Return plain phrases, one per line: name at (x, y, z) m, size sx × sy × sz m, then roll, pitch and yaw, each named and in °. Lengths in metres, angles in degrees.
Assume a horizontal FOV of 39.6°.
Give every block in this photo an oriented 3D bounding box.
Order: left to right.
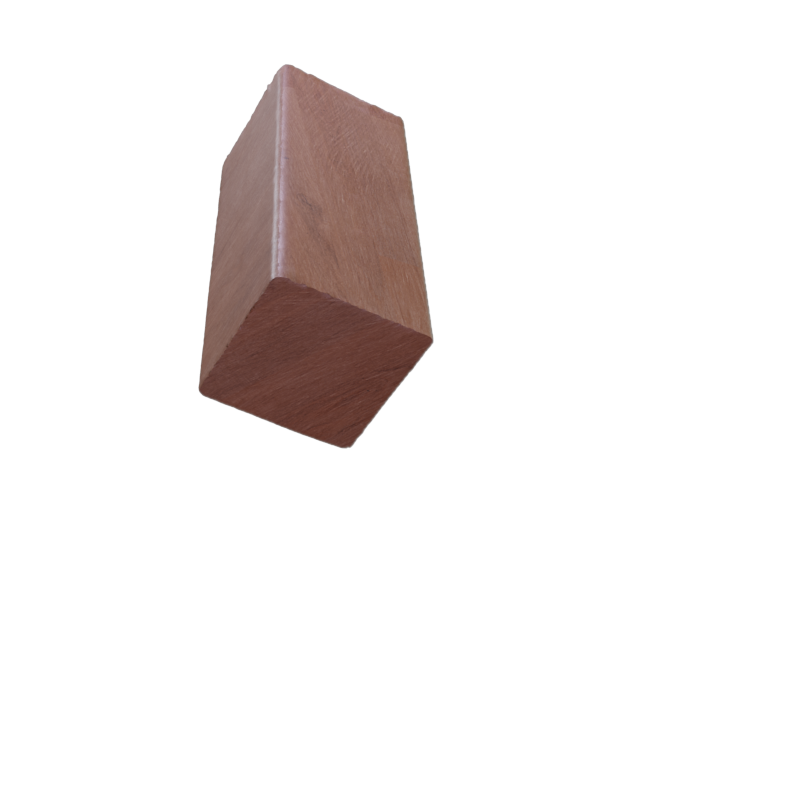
block at (-0.050, -0.089, 0.626) m, size 0.087 × 0.221 × 0.088 m, roll 21°, pitch -53°, yaw -21°
